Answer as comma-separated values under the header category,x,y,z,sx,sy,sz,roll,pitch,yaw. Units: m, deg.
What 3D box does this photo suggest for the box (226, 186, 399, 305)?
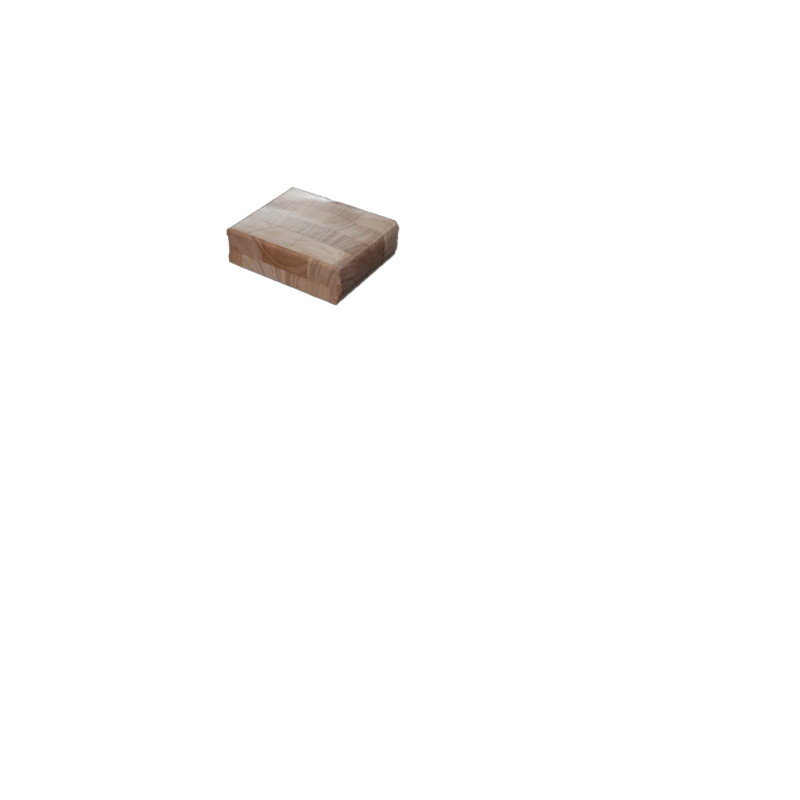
category,x,y,z,sx,sy,sz,roll,pitch,yaw
box,-0.057,-0.104,0.727,0.094,0.028,0.074,22,41,27
